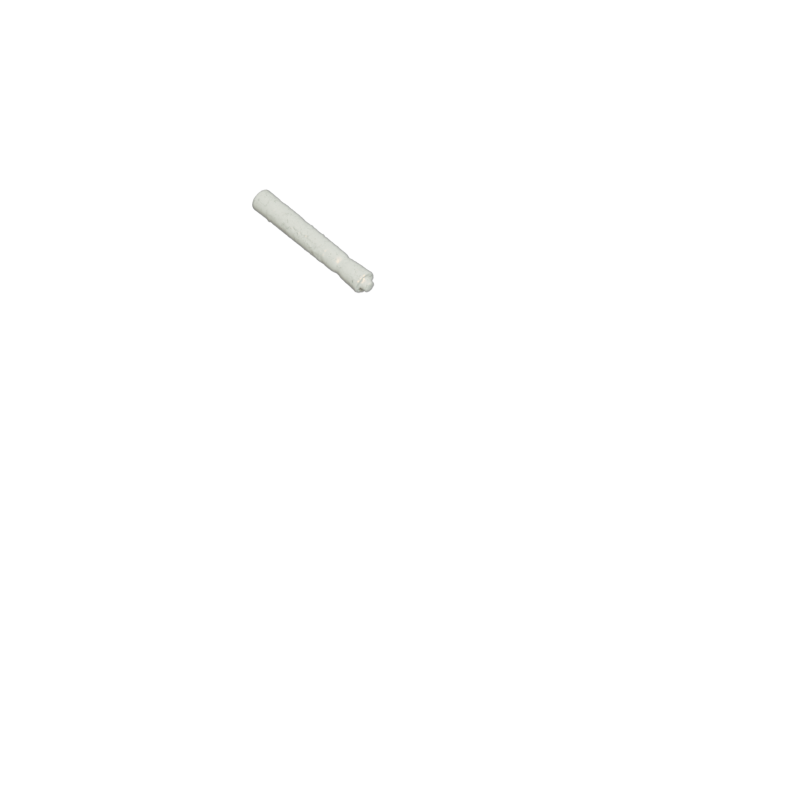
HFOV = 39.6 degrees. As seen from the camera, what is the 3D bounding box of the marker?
[{"bbox_3d":[-0.065,-0.119,0.835,0.129,0.019,0.019,41,24,27],"label":"marker"}]
